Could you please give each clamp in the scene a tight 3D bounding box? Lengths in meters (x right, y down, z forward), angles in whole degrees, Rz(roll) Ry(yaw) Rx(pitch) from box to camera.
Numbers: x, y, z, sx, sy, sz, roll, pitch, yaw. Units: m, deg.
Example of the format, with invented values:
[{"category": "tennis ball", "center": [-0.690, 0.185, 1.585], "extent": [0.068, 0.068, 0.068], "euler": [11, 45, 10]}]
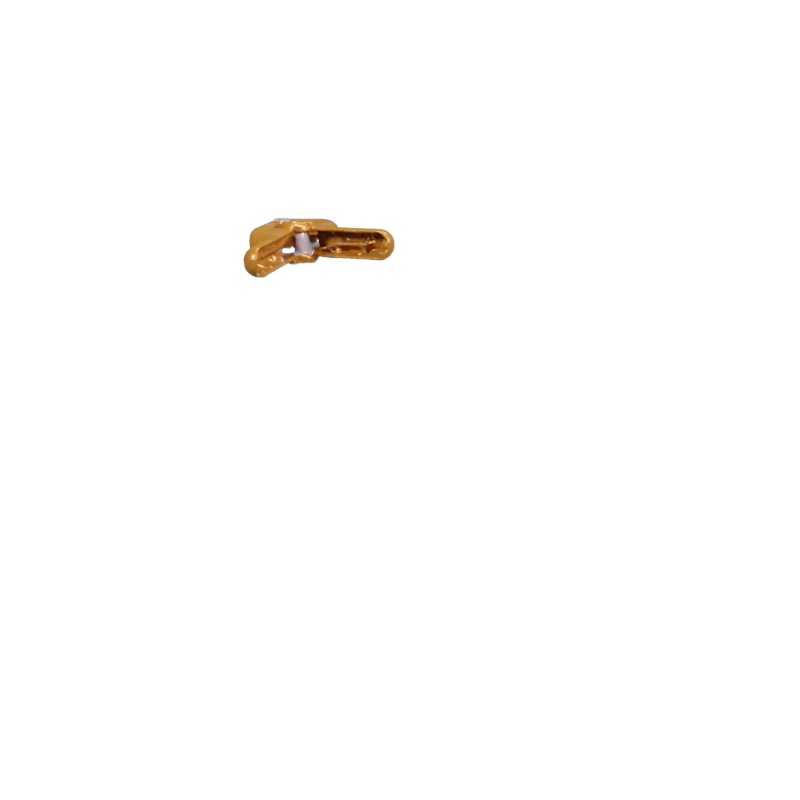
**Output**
[{"category": "clamp", "center": [-0.073, -0.133, 0.935], "extent": [0.119, 0.038, 0.179], "euler": [-2, 18, -7]}]
